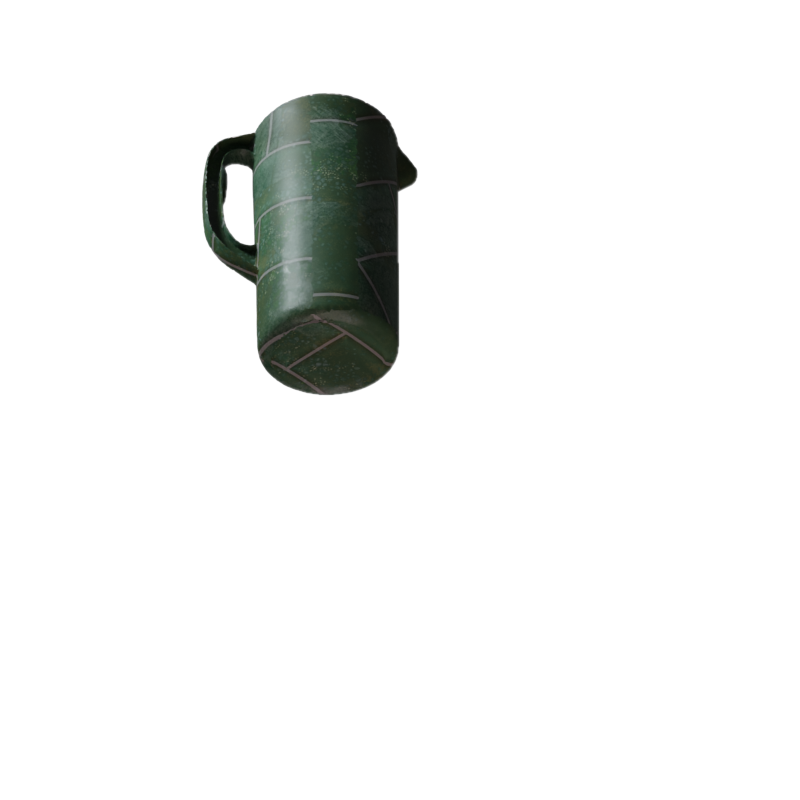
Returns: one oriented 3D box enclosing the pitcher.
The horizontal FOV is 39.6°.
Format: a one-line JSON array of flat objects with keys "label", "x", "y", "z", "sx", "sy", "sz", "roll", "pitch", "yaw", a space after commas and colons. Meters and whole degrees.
[{"label": "pitcher", "x": -0.072, "y": -0.131, "z": 0.914, "sx": 0.150, "sy": 0.261, "sz": 0.134, "roll": -23, "pitch": -44, "yaw": 22}]
